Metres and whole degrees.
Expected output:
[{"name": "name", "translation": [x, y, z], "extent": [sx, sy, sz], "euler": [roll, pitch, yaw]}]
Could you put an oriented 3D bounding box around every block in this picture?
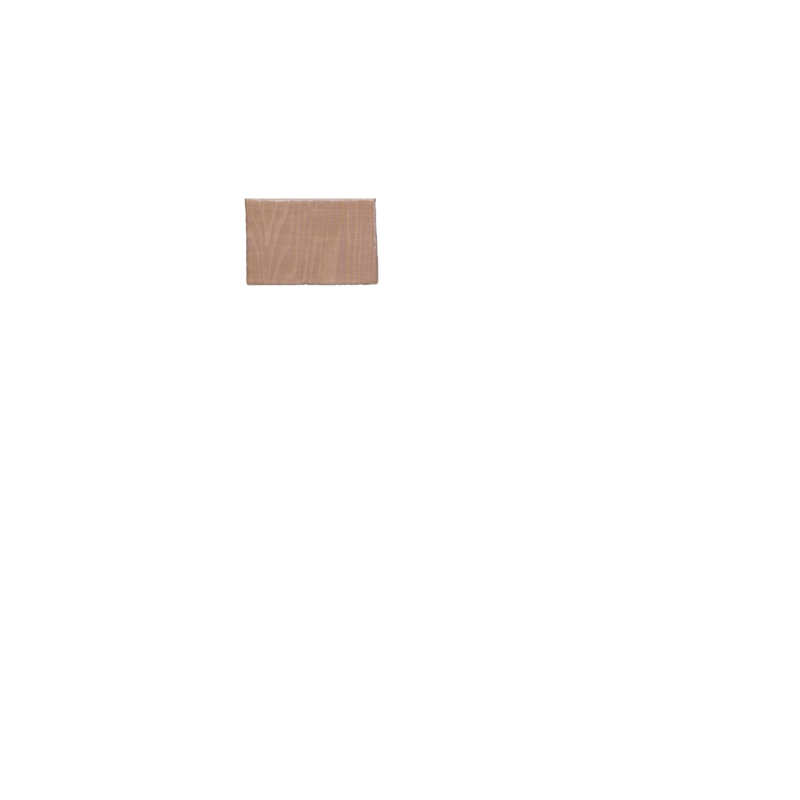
[{"name": "block", "translation": [-0.052, -0.094, 0.659], "extent": [0.078, 0.051, 0.053], "euler": [0, 3, 1]}]
